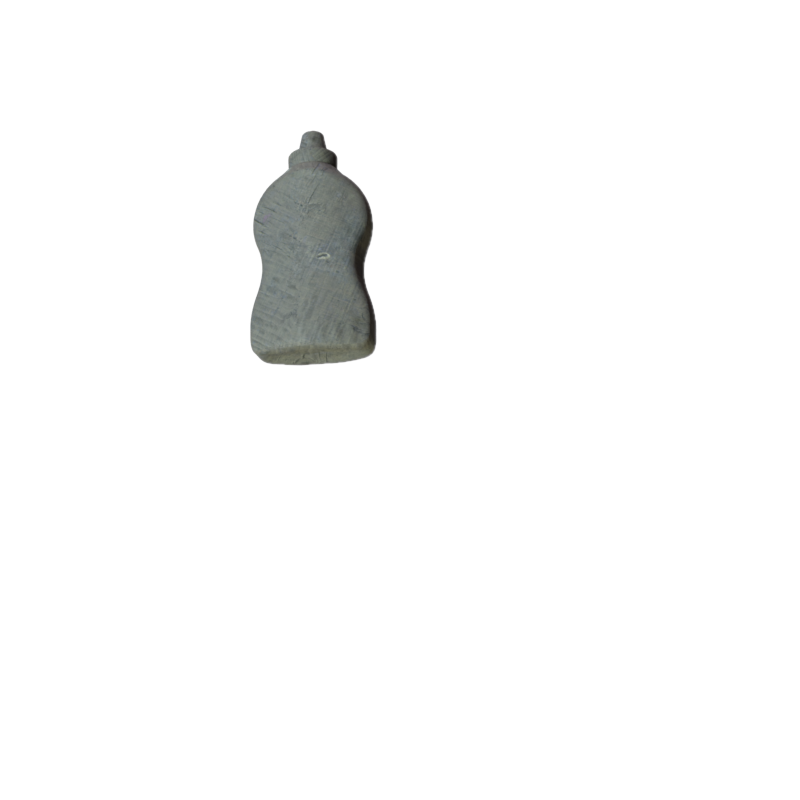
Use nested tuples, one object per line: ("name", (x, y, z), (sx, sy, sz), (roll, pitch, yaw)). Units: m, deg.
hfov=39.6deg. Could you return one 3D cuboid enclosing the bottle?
("bottle", (-0.070, -0.127, 0.890), (0.097, 0.201, 0.055), (-6, -21, 12))
